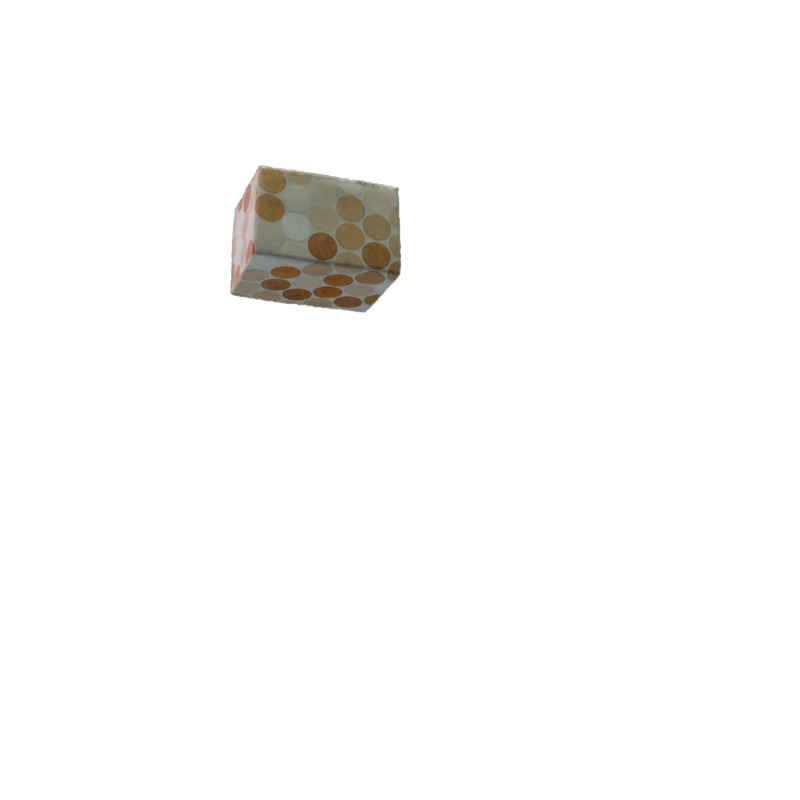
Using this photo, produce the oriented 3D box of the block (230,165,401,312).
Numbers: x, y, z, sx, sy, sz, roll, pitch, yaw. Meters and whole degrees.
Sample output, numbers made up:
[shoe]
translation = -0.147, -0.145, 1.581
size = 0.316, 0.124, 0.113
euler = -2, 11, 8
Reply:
[block]
translation = -0.045, -0.082, 0.572
size = 0.076, 0.054, 0.051
euler = 7, -24, -18
